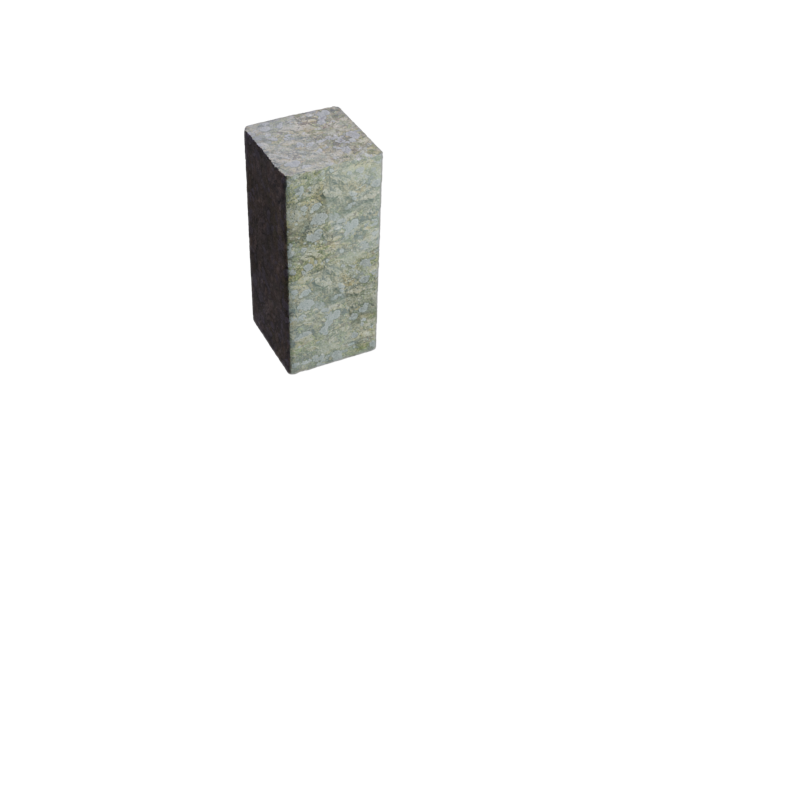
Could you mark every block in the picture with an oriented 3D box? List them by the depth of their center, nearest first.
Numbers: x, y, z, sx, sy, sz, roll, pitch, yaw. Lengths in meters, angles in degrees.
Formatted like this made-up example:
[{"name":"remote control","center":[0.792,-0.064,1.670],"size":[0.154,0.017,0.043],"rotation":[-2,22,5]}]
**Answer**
[{"name":"block","center":[-0.076,-0.137,0.962],"size":[0.089,0.193,0.098],"rotation":[-16,42,-22]}]
